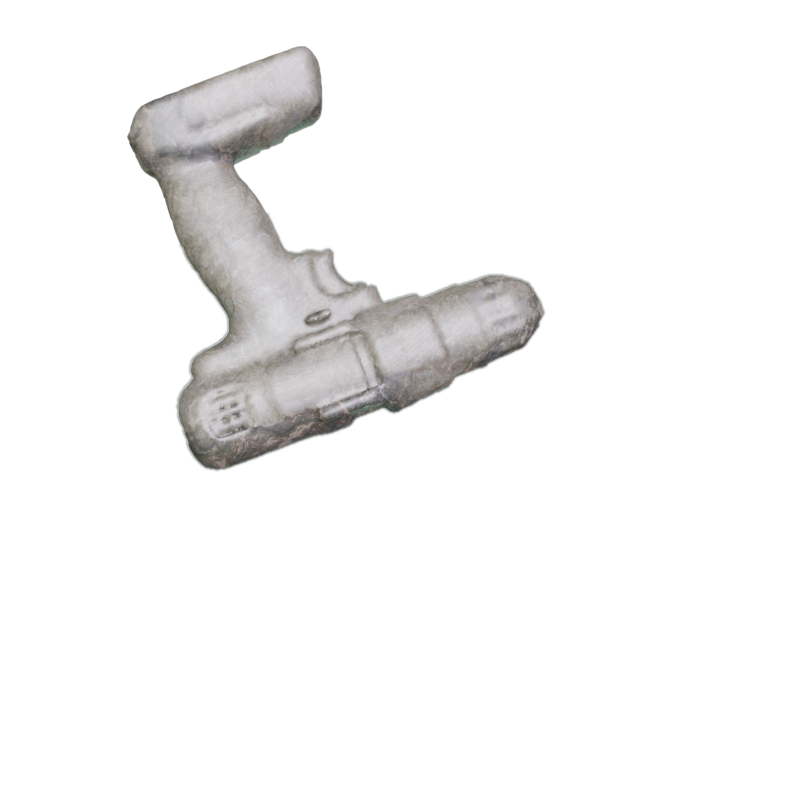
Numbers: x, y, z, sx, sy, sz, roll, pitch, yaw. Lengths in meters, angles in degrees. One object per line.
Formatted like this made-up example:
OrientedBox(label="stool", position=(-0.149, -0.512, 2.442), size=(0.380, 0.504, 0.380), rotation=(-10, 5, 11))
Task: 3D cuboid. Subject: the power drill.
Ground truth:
OrientedBox(label="power drill", position=(-0.043, -0.079, 0.555), size=(0.184, 0.196, 0.055), rotation=(-21, -15, -6))
